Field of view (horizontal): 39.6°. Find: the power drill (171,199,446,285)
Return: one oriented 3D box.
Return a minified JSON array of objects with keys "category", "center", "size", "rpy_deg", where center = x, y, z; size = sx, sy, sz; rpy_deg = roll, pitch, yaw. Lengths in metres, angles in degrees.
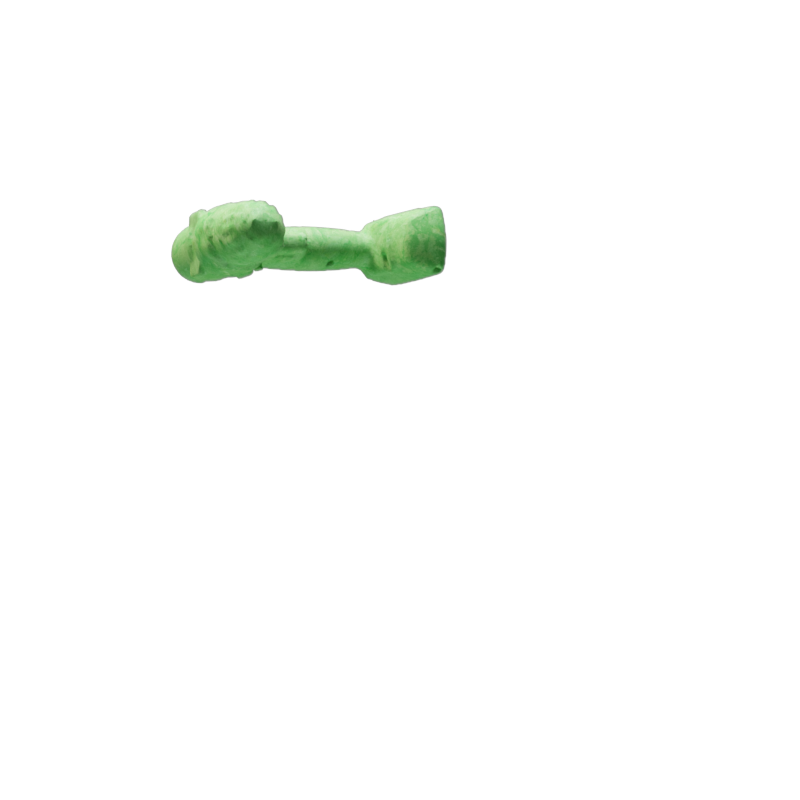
[{"category":"power drill","center":[-0.064,-0.118,0.824],"size":[0.182,0.058,0.189],"rpy_deg":[-1,2,-23]}]
